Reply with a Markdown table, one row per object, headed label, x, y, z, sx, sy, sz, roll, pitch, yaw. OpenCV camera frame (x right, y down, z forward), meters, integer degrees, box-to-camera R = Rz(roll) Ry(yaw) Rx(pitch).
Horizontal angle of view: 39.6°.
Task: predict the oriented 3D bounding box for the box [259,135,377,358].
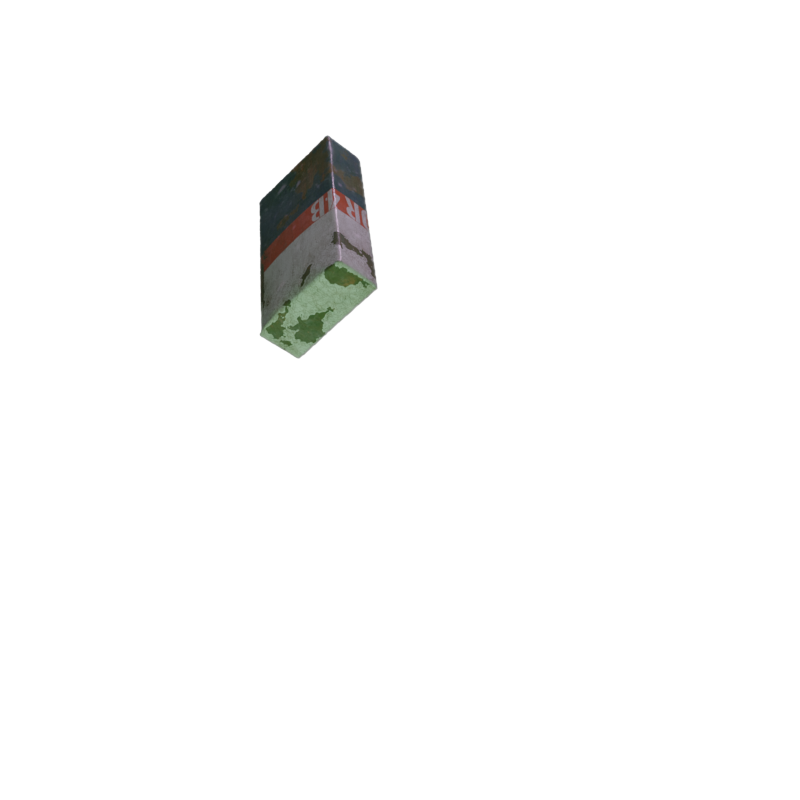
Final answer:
| label | x | y | z | sx | sy | sz | roll | pitch | yaw |
| --- | --- | --- | --- | --- | --- | --- | --- | --- | --- |
| box | -0.069 | -0.126 | 0.880 | 0.045 | 0.189 | 0.092 | 35 | -60 | -29 |
